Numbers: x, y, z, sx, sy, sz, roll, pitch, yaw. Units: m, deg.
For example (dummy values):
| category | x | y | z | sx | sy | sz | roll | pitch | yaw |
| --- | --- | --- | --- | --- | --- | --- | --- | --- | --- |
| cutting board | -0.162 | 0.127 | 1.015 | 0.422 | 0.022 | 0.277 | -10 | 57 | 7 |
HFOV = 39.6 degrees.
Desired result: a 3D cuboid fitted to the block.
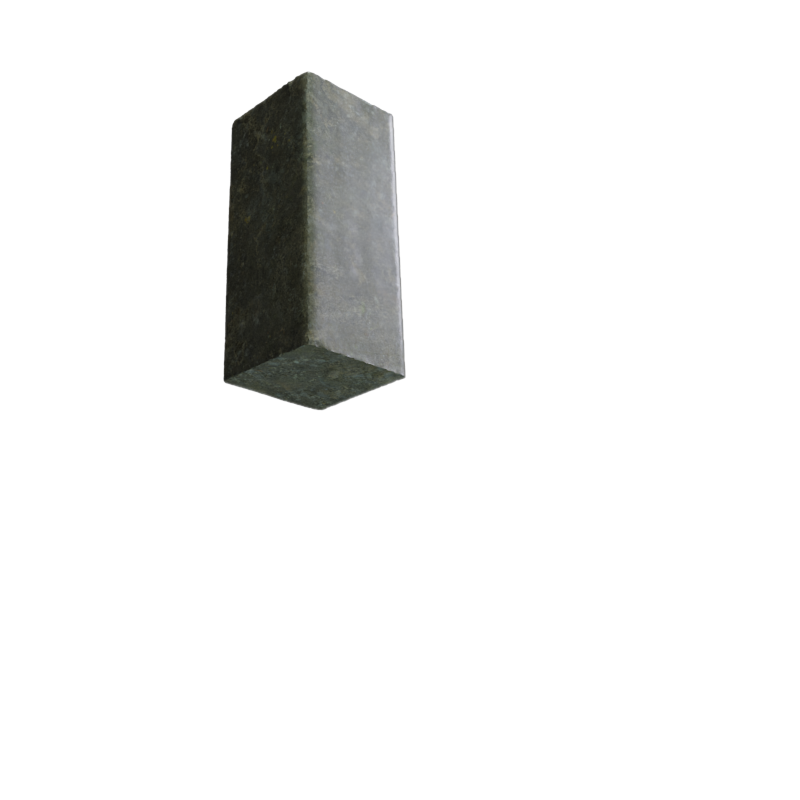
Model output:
| category | x | y | z | sx | sy | sz | roll | pitch | yaw |
| --- | --- | --- | --- | --- | --- | --- | --- | --- | --- |
| block | -0.062 | -0.111 | 0.777 | 0.085 | 0.218 | 0.091 | 21 | -33 | -39 |
